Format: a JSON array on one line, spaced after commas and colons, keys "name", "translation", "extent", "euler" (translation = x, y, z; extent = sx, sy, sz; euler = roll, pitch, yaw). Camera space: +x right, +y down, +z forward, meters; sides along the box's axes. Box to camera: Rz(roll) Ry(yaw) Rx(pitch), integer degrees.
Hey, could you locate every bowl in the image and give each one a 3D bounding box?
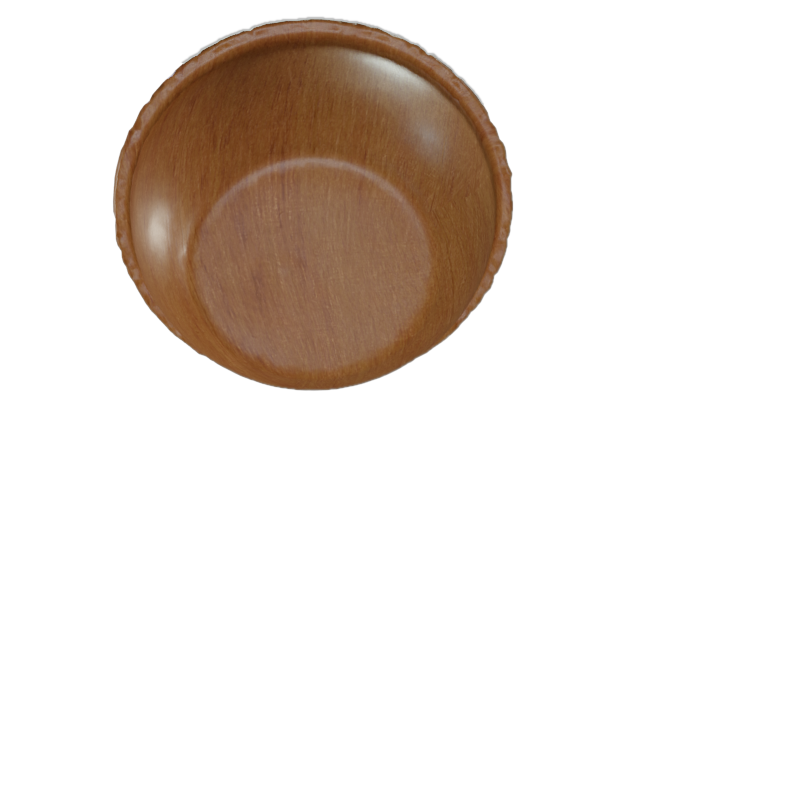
[{"name": "bowl", "translation": [-0.033, -0.061, 0.426], "extent": [0.162, 0.153, 0.058], "euler": [1, 27, -1]}]
